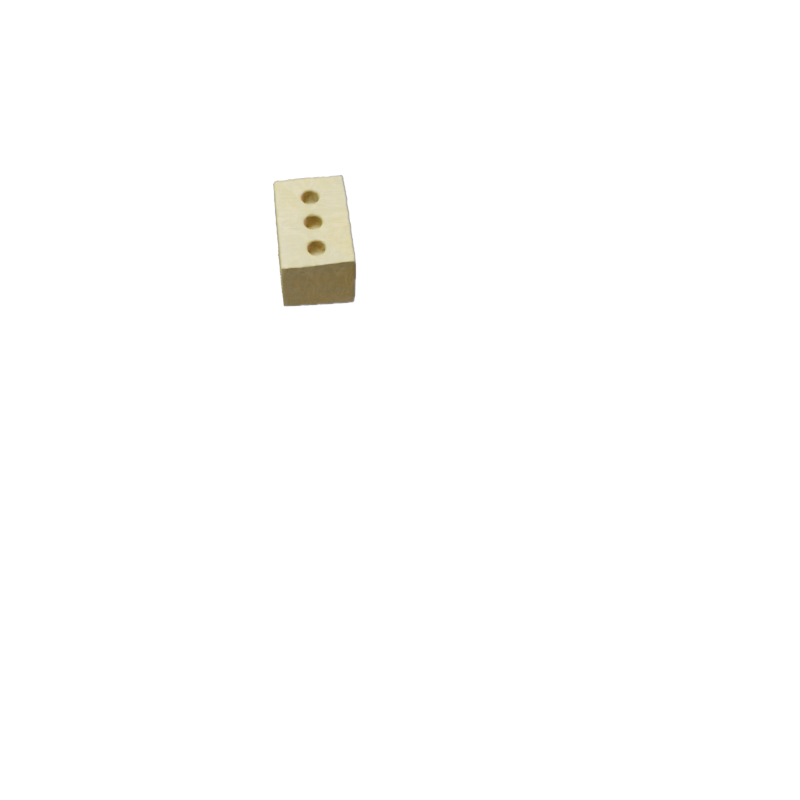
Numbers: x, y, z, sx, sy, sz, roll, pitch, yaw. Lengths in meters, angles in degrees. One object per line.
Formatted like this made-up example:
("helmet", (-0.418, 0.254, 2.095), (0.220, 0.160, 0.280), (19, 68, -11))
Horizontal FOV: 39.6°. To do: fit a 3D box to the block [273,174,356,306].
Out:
("block", (-0.062, -0.113, 0.794), (0.052, 0.084, 0.048), (-6, -31, -6))
